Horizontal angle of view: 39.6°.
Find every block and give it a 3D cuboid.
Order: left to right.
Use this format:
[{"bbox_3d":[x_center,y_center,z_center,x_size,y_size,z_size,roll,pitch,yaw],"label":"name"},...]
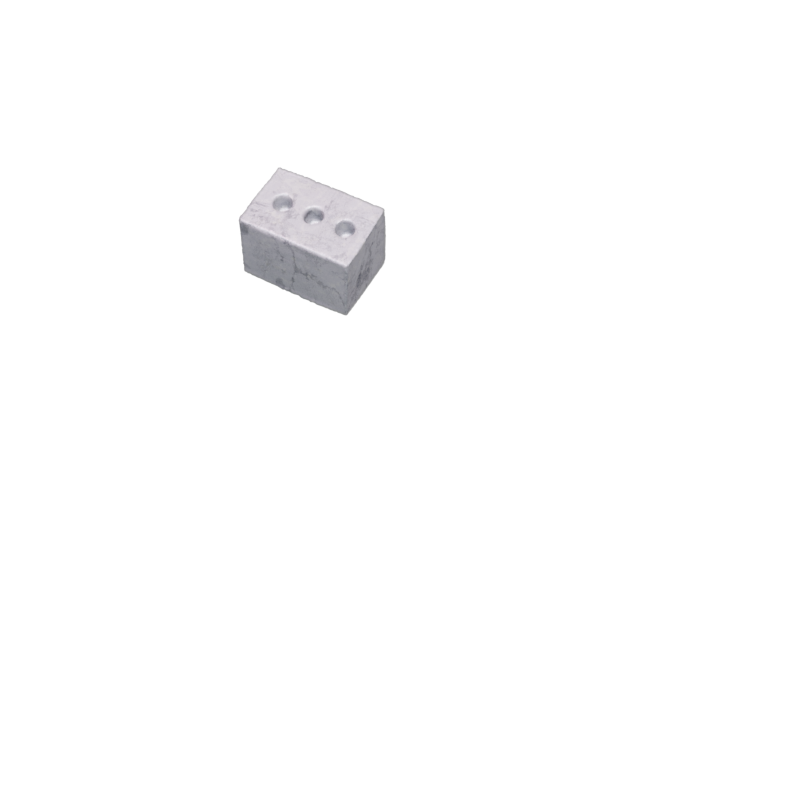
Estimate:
[{"bbox_3d":[-0.054,-0.099,0.693,0.081,0.054,0.048,23,-34,16],"label":"block"}]
